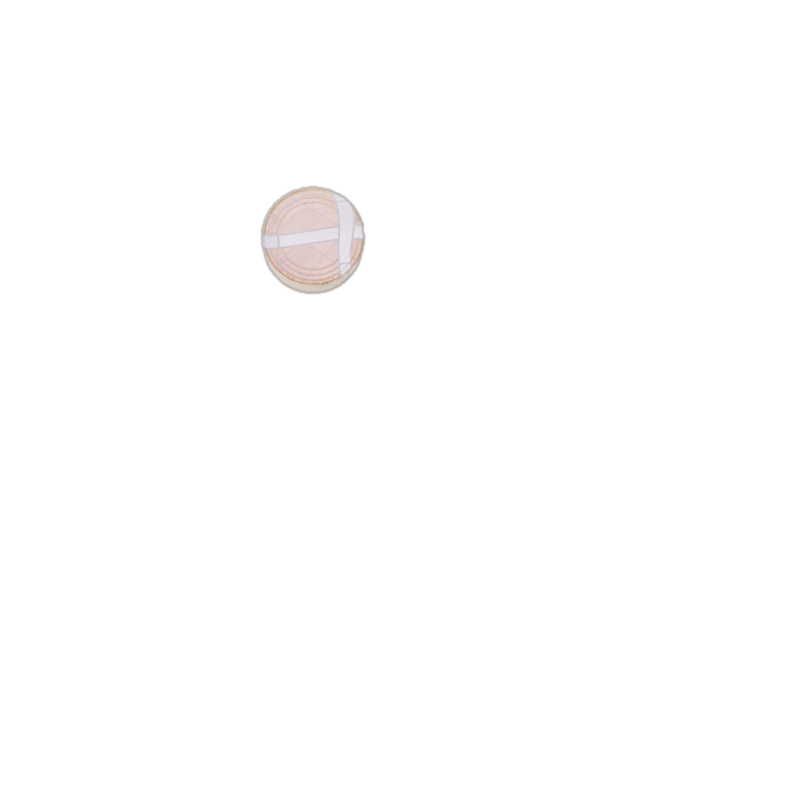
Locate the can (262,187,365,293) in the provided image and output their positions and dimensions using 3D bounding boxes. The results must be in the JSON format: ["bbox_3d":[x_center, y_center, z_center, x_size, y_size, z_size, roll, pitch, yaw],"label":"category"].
[{"bbox_3d":[-0.074,-0.134,0.939,0.086,0.089,0.032,0,-15,-1],"label":"can"}]
